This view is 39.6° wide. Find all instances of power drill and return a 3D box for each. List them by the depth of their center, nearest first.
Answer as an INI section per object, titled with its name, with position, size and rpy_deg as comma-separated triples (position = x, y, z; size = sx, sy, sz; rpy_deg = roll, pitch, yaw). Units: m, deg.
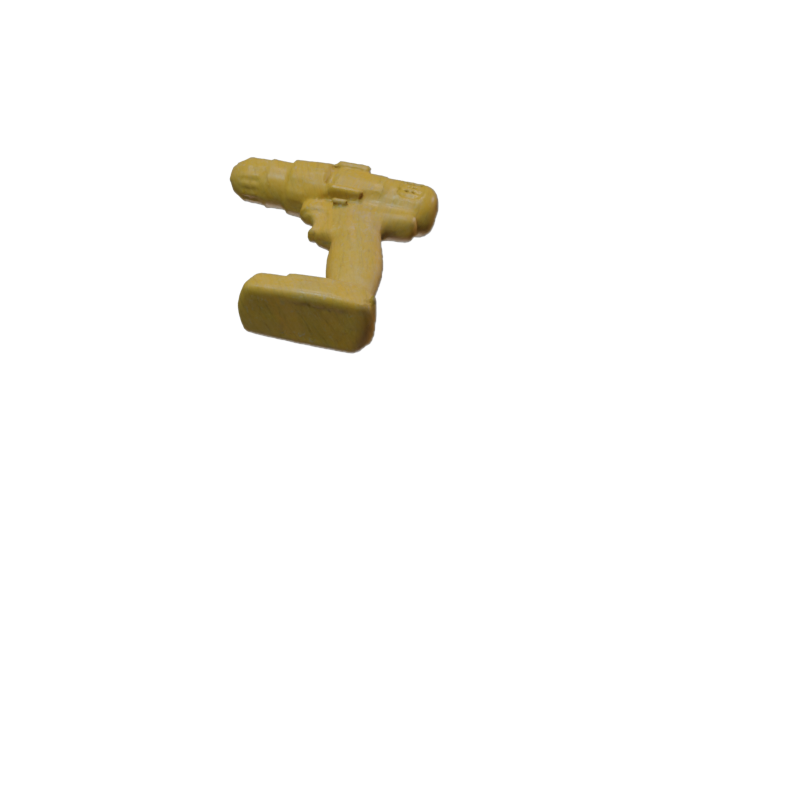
[power drill]
position = -0.071, -0.130, 0.913
size = 0.187, 0.053, 0.198
rpy_deg = 9, 46, 9
